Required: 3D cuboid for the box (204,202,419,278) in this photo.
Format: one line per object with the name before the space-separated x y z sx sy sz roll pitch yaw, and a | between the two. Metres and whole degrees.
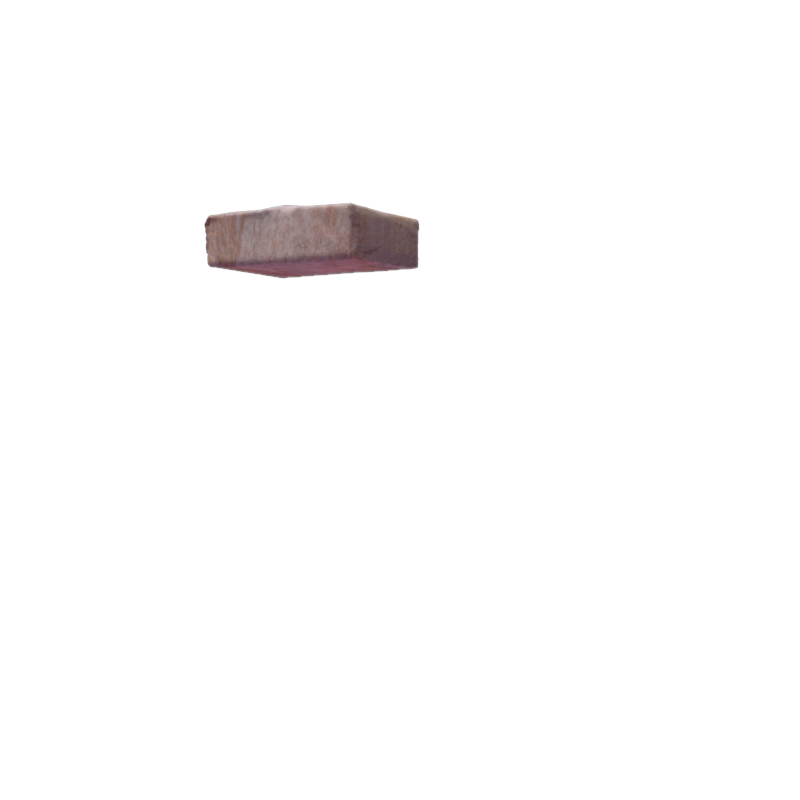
box | -0.045 -0.082 0.577 0.092 0.030 0.070 0 0 29
